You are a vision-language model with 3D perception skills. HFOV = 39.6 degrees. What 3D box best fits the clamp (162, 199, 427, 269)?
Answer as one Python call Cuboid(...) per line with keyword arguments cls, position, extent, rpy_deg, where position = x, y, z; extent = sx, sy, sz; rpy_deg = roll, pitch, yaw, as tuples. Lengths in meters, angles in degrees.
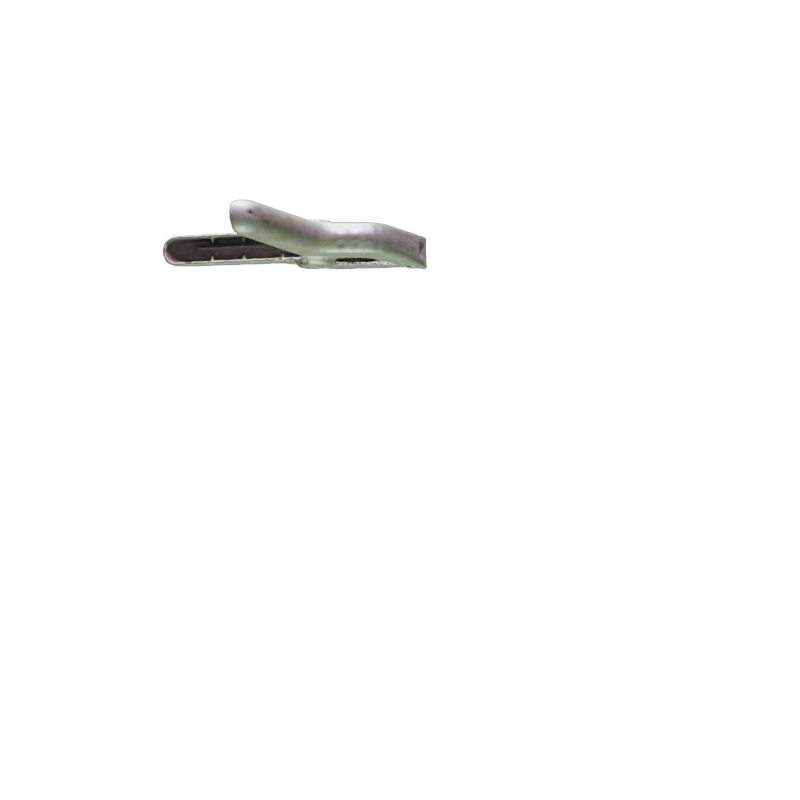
Cuboid(cls="clamp", position=(-0.068, -0.124, 0.868), extent=(0.205, 0.037, 0.166), rpy_deg=(1, -2, -20))
